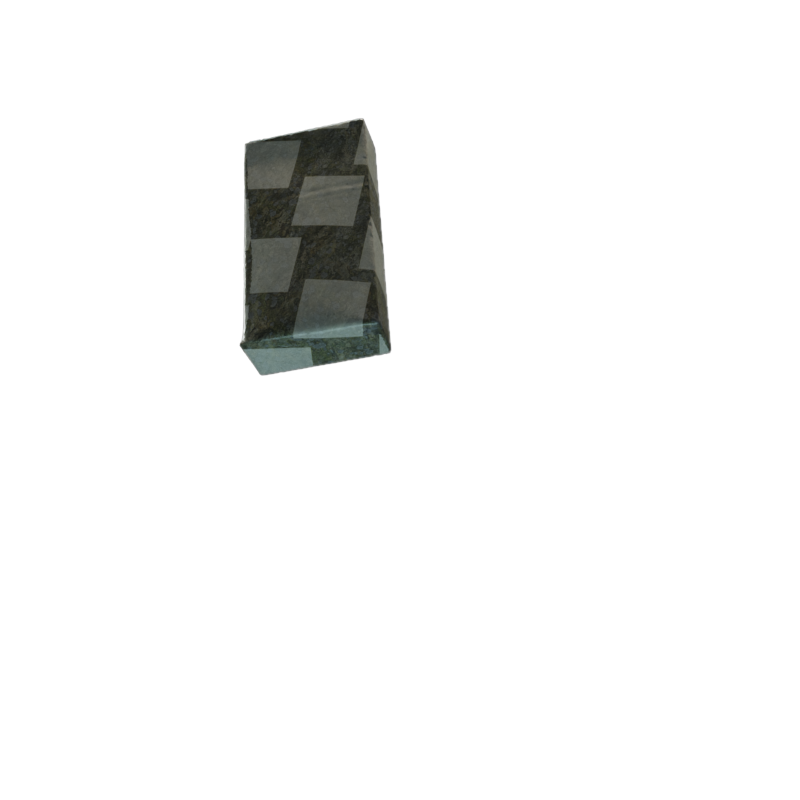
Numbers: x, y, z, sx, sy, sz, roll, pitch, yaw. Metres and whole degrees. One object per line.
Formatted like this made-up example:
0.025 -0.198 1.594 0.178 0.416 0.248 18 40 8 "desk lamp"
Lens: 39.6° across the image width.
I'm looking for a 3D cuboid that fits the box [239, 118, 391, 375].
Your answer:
-0.059 -0.108 0.760 0.094 0.189 0.044 -10 -37 11 "box"
